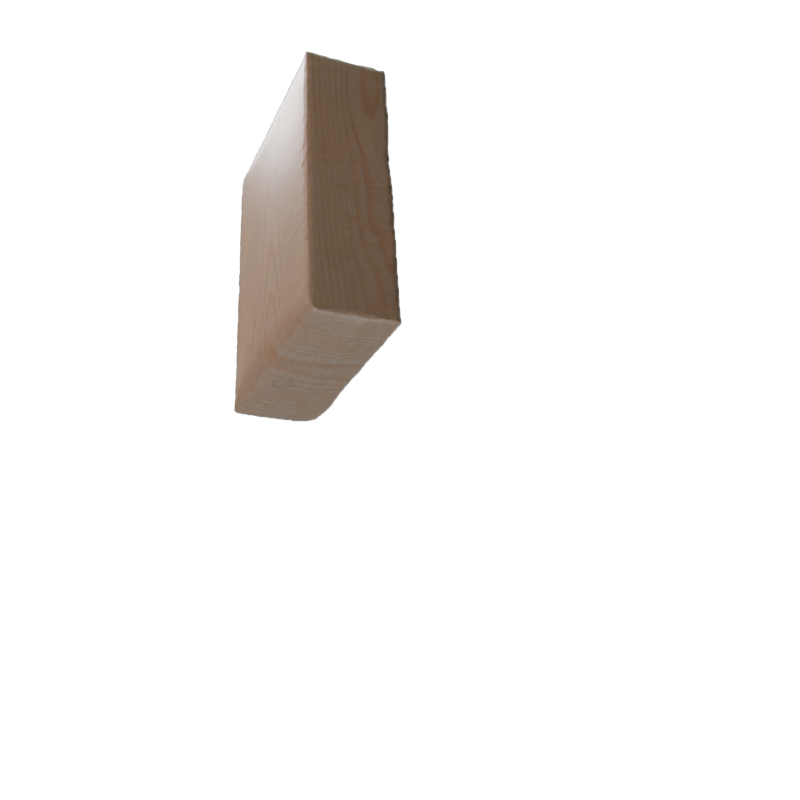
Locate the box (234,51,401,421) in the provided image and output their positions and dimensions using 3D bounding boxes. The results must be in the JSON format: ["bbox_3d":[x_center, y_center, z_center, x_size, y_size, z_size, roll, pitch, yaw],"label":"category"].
[{"bbox_3d":[-0.063,-0.114,0.801,0.070,0.228,0.159,11,-32,-21],"label":"box"}]
